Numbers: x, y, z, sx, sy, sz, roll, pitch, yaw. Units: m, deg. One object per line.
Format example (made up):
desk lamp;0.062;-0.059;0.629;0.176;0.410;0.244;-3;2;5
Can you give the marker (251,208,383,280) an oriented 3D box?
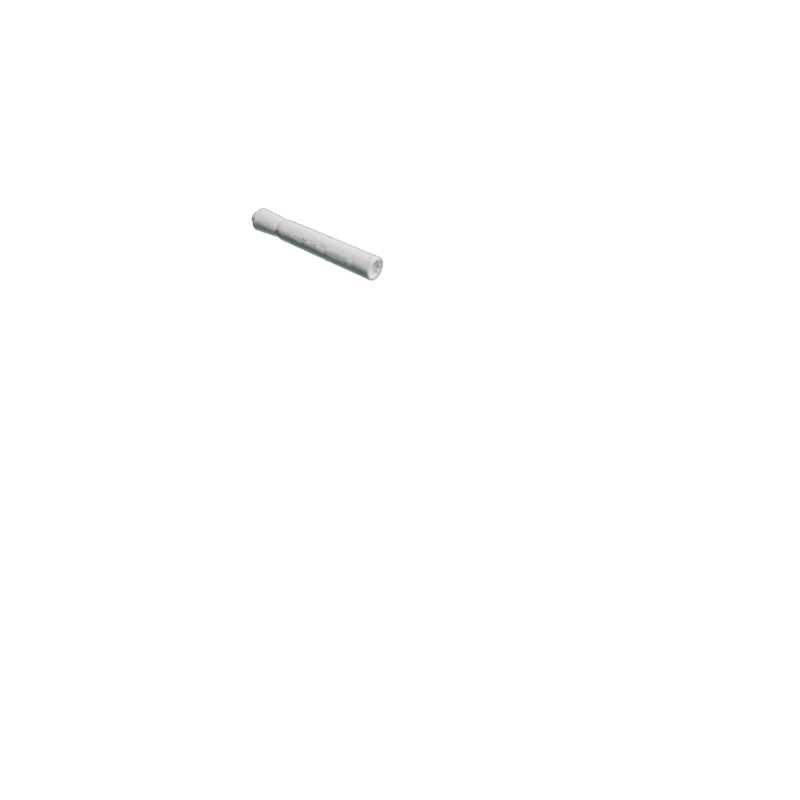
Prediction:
marker;-0.066;-0.121;0.848;0.128;0.019;0.019;27;18;31
